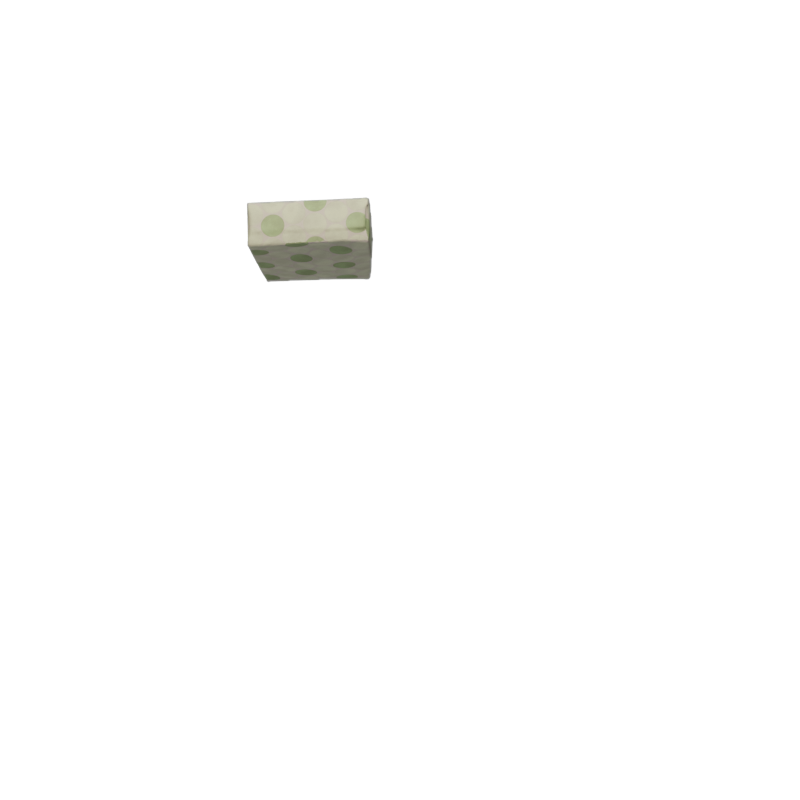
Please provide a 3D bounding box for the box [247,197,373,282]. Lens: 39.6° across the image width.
[{"bbox_3d":[-0.067,-0.122,0.851,0.090,0.040,0.109,-1,-11,2],"label":"box"}]
